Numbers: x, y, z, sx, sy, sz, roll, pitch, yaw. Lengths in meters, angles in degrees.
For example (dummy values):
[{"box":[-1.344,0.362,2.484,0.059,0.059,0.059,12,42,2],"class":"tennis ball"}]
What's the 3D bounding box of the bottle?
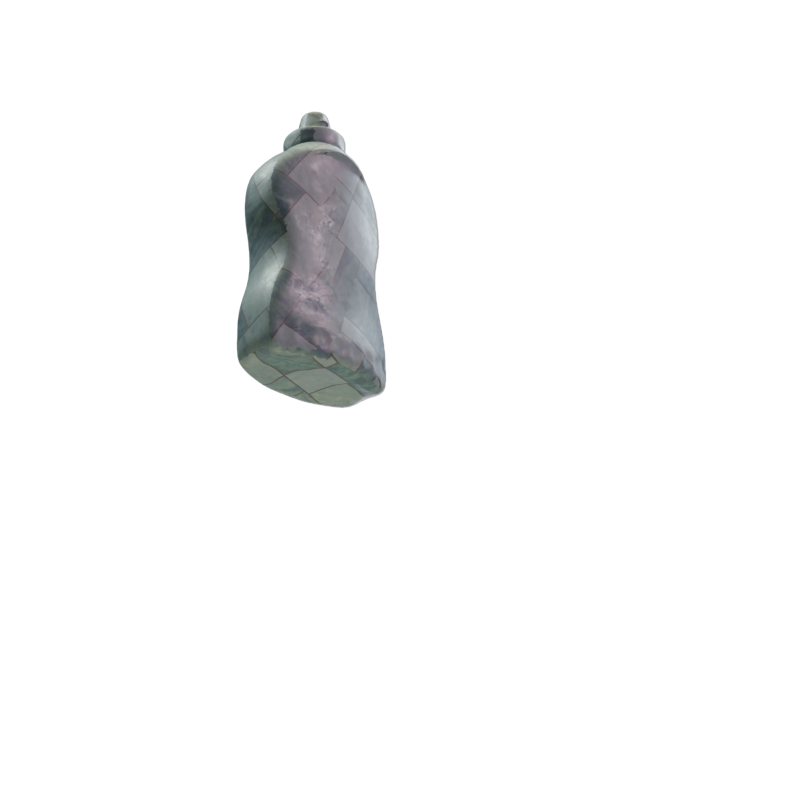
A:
[{"box":[-0.053,-0.098,0.686,0.090,0.204,0.058,23,-39,-37],"class":"bottle"}]
